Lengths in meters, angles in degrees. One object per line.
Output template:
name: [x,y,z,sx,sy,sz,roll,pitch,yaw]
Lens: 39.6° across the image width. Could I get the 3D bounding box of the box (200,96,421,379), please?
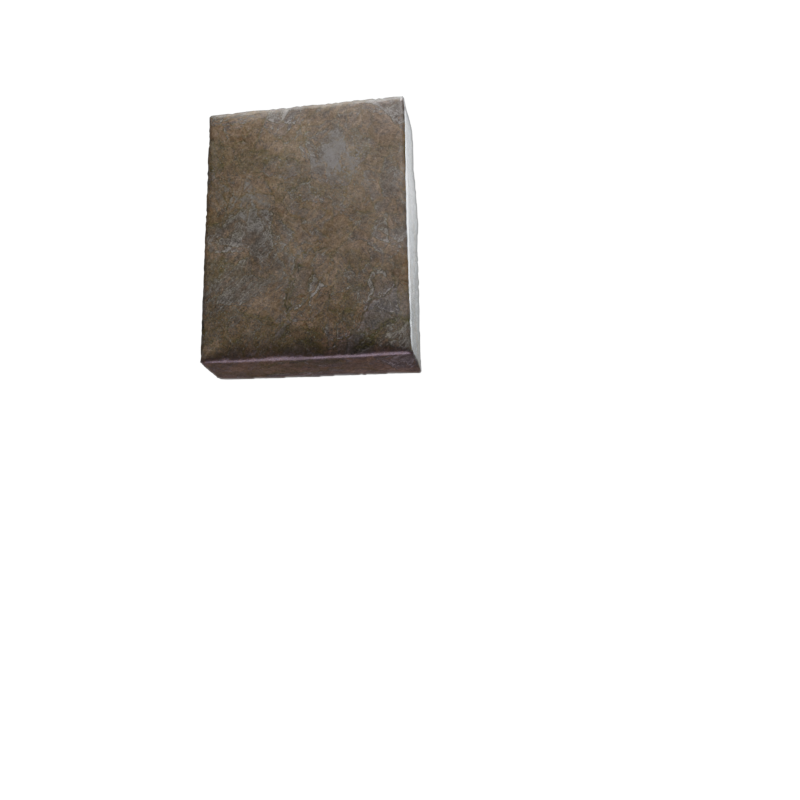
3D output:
box: [-0.069,-0.127,0.887,0.166,0.224,0.068,-4,-21,9]
